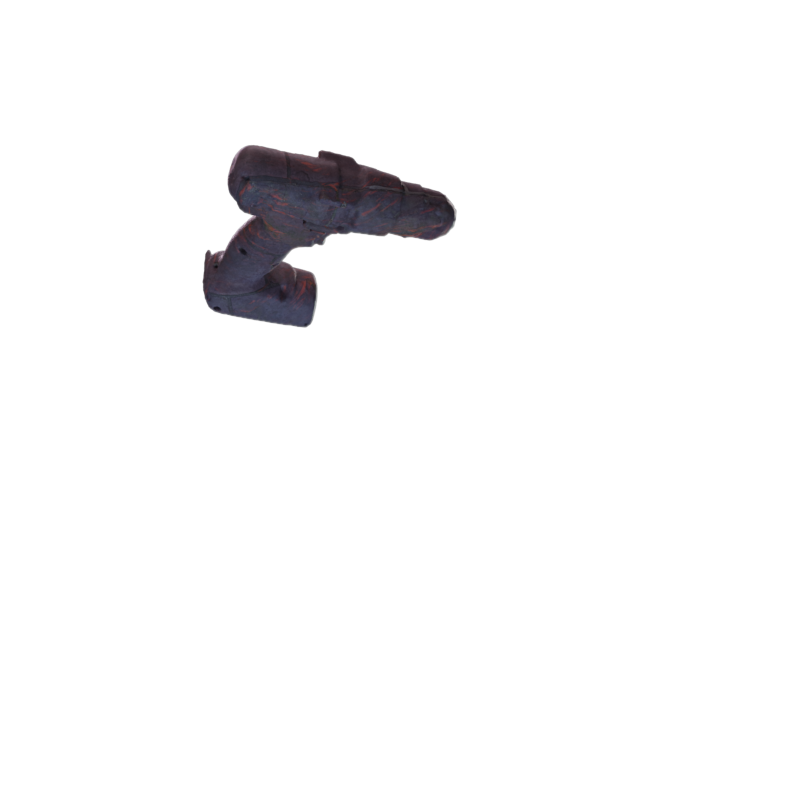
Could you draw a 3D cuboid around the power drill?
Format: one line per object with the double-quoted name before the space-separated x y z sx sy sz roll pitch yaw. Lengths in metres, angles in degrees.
"power drill" -0.071 -0.129 0.901 0.178 0.061 0.182 12 -33 -20
